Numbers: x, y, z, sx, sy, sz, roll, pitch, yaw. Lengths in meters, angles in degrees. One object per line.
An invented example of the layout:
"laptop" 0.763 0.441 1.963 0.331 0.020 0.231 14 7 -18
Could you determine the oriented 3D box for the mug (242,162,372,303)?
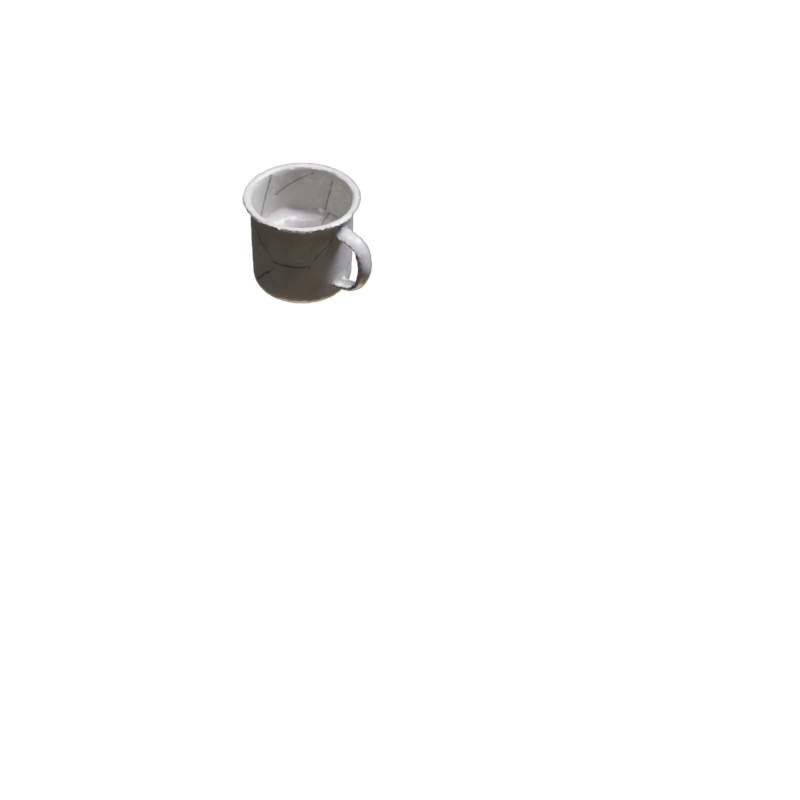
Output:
"mug" -0.070 -0.127 0.890 0.124 0.076 0.094 29 49 27
